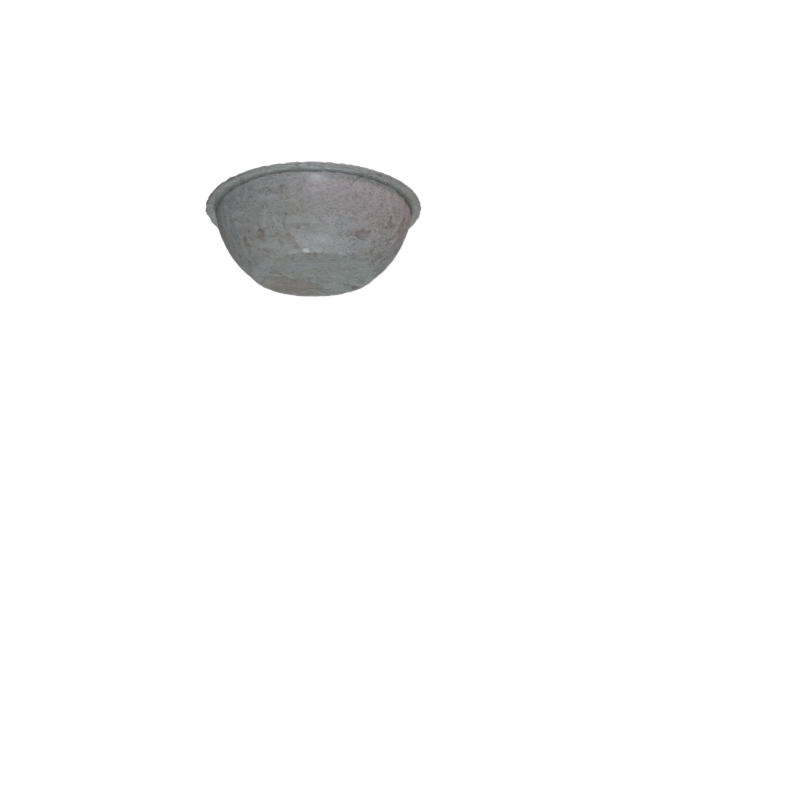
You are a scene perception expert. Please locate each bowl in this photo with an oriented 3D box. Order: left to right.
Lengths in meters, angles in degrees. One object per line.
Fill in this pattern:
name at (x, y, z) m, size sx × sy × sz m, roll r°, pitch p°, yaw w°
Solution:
bowl at (-0.065, -0.118, 0.824) m, size 0.162 × 0.058 × 0.155 m, roll 0°, pitch -17°, yaw -2°
